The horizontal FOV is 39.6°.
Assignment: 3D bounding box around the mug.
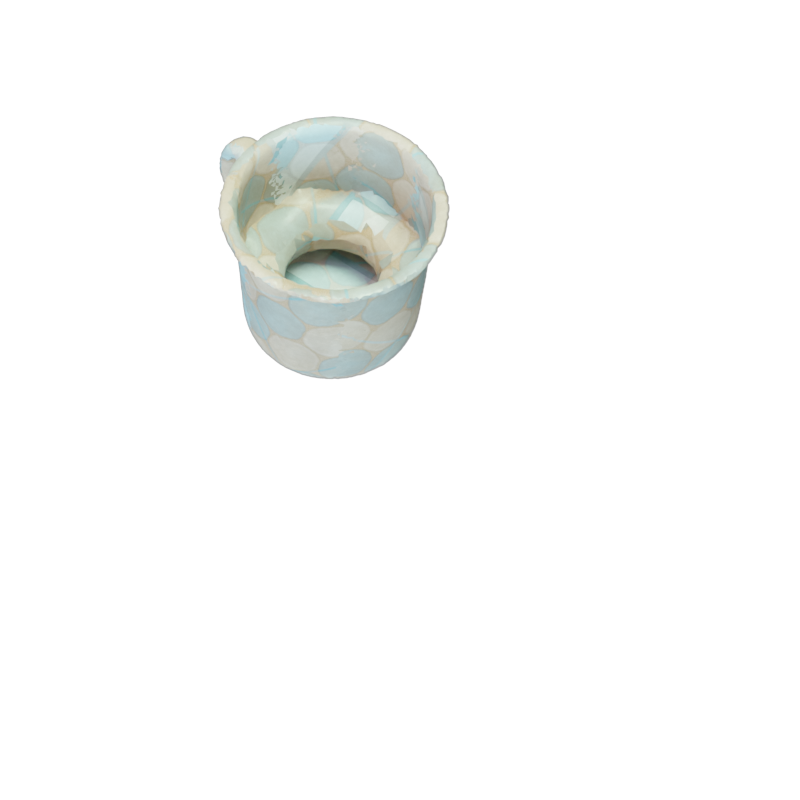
[{"bbox_3d":[-0.038,-0.069,0.485,0.123,0.094,0.076,40,-24,20],"label":"mug"}]
